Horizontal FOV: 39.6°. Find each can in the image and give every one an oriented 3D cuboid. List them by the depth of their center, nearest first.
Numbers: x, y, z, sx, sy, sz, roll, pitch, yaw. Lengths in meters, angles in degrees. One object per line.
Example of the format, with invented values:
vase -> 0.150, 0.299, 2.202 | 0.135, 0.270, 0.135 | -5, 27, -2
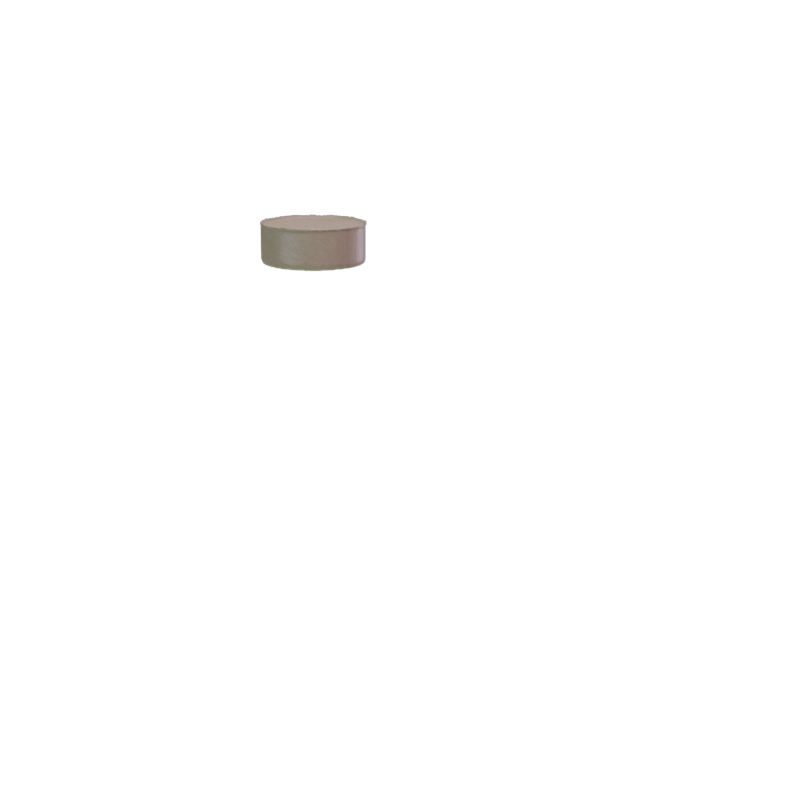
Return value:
can -> -0.070, -0.127, 0.891 | 0.086, 0.033, 0.089 | 0, 16, -2
